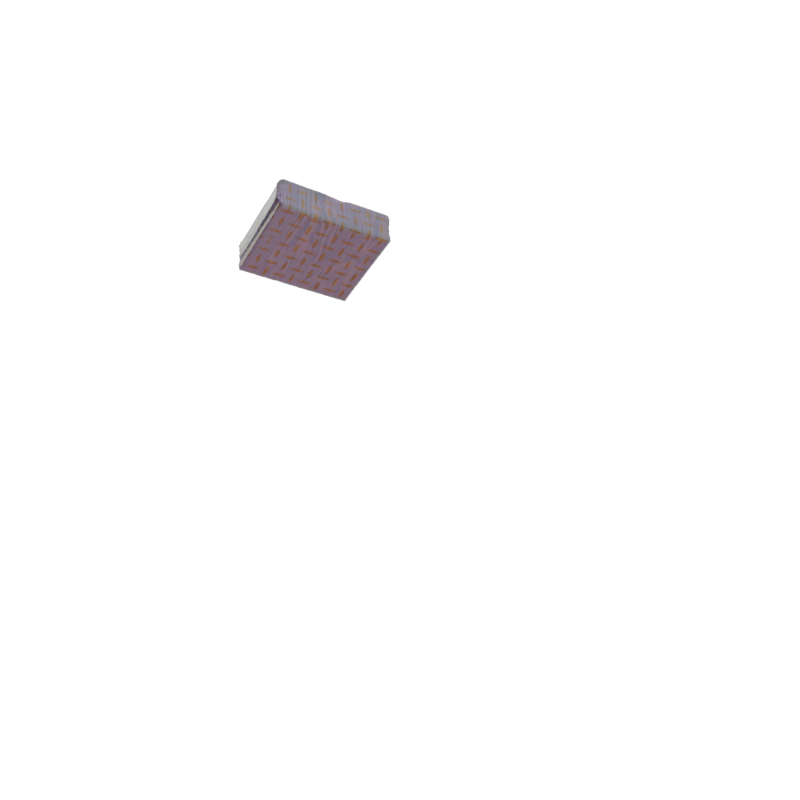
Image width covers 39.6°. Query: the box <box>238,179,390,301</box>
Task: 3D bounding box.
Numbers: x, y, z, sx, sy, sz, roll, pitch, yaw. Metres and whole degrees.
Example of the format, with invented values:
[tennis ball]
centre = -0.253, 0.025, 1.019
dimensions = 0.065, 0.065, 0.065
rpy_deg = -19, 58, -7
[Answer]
[box]
centre = -0.063, -0.114, 0.800
dimensions = 0.086, 0.032, 0.071
rpy_deg = 17, -43, -20
